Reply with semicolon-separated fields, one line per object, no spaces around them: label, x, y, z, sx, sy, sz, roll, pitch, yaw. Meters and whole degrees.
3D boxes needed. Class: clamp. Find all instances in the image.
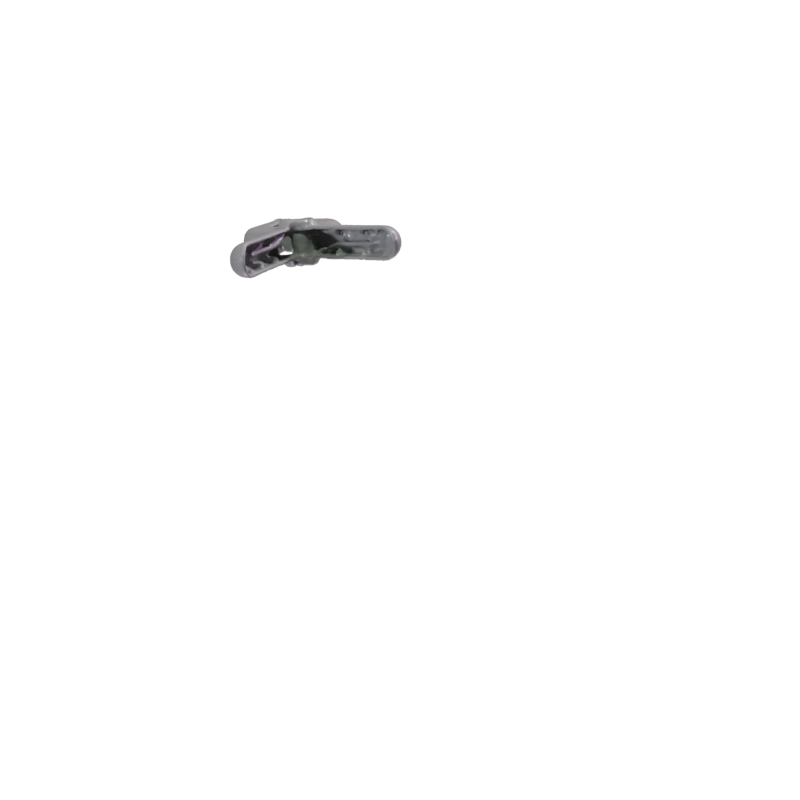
clamp;-0.066;-0.120;0.838;0.119;0.038;0.177;-1;16;-5
